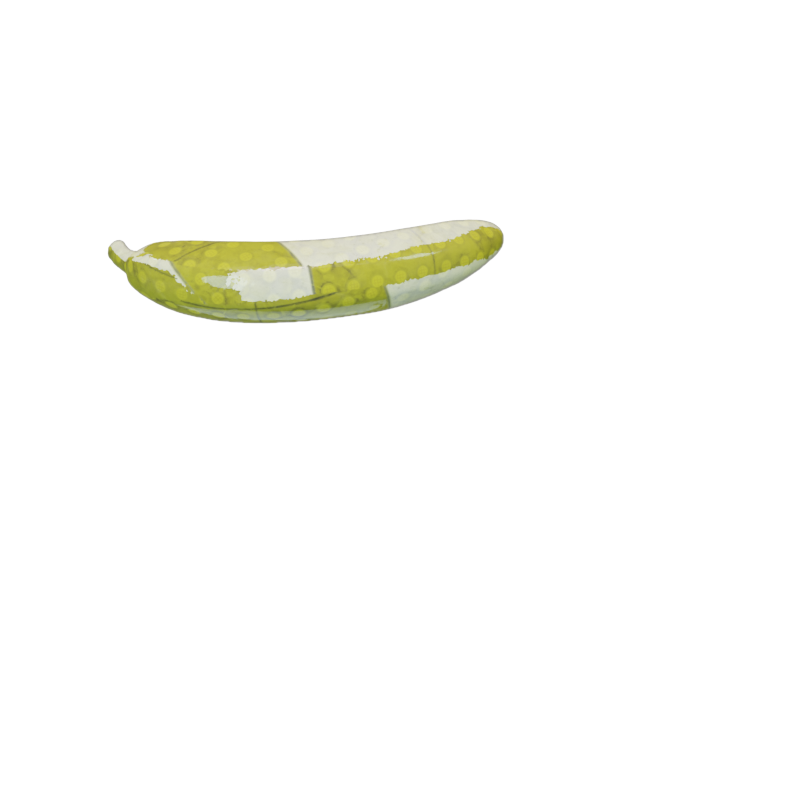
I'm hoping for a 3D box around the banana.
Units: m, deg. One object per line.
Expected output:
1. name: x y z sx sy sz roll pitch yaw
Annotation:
1. banana: -0.045 -0.065 0.527 0.197 0.034 0.075 -1 39 -2
